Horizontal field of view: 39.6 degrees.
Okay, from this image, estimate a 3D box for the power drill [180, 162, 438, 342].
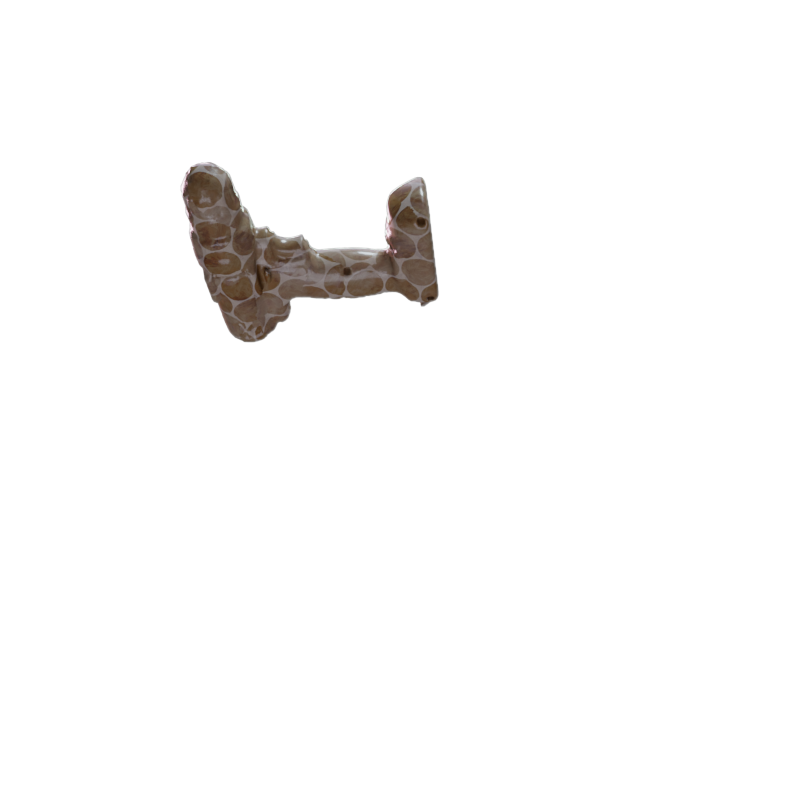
[{"bbox_3d":[-0.068,-0.125,0.873,0.189,0.062,0.170,-6,-39,7],"label":"power drill"}]
